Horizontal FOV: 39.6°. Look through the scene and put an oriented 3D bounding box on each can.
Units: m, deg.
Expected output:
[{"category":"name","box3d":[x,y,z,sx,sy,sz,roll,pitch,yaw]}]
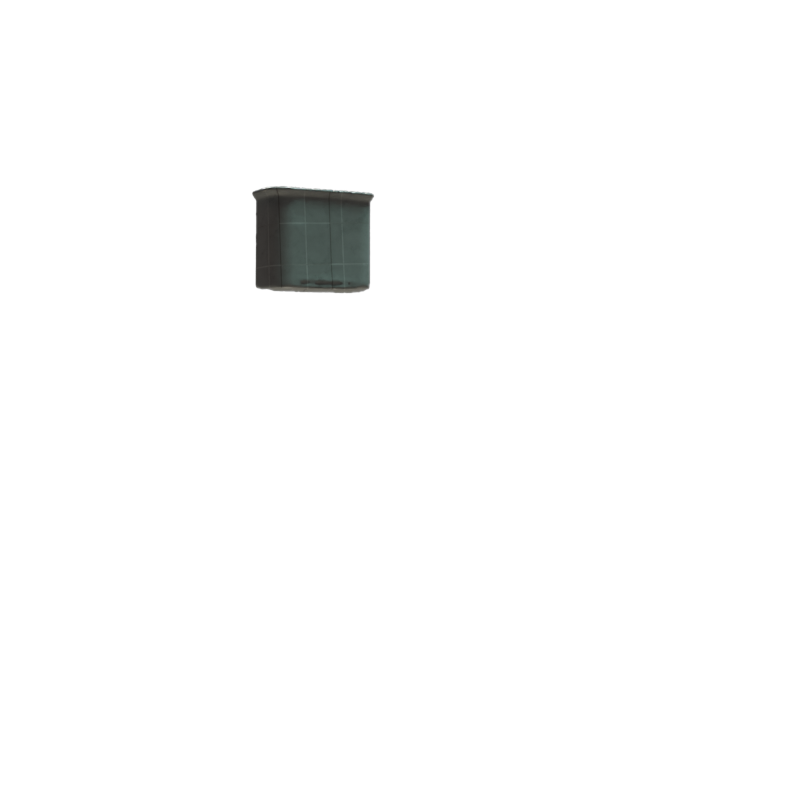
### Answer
[{"category":"can","box3d":[-0.074,-0.134,0.941,0.099,0.085,0.059,0,-3,-27]}]
